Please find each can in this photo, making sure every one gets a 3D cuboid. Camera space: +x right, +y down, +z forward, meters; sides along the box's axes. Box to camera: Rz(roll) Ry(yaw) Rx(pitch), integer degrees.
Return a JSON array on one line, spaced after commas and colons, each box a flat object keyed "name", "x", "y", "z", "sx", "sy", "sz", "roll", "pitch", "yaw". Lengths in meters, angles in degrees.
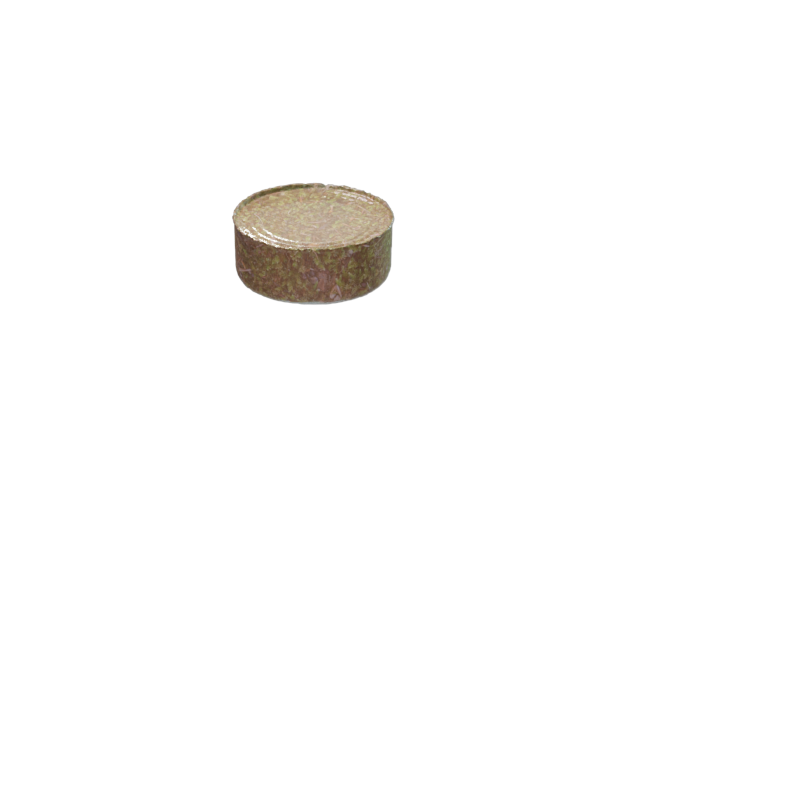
[{"name": "can", "x": -0.047, "y": -0.085, "z": 0.594, "sx": 0.086, "sy": 0.032, "sz": 0.091, "roll": -1, "pitch": 31, "yaw": -2}]
